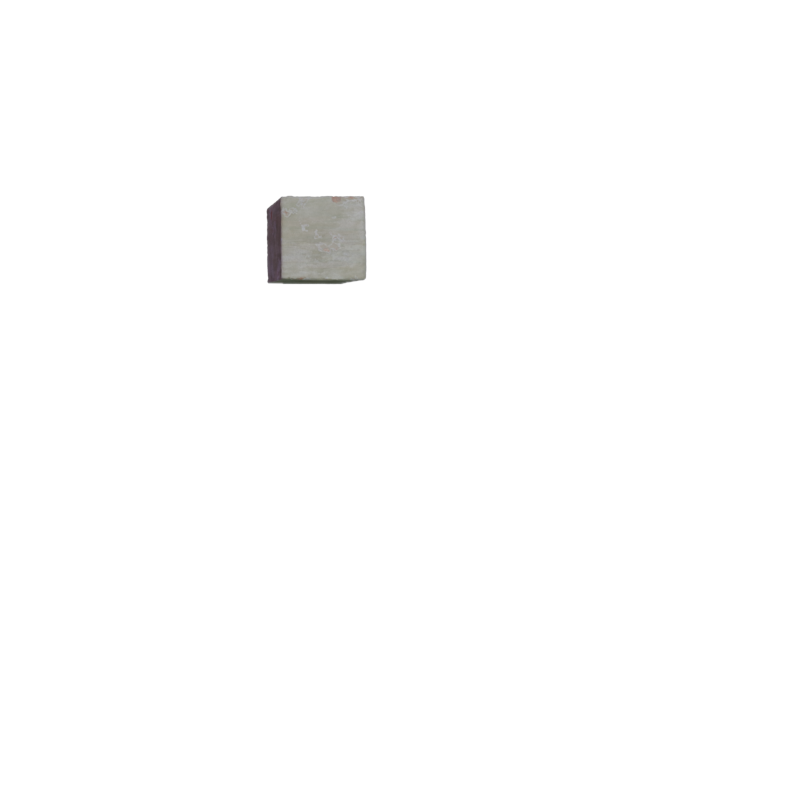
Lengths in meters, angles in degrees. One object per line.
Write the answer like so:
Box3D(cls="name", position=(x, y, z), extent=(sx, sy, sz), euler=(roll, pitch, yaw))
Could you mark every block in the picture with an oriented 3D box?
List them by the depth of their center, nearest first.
Box3D(cls="block", position=(-0.055, -0.100, 0.698), extent=(0.052, 0.051, 0.079), euler=(0, 2, -13))
